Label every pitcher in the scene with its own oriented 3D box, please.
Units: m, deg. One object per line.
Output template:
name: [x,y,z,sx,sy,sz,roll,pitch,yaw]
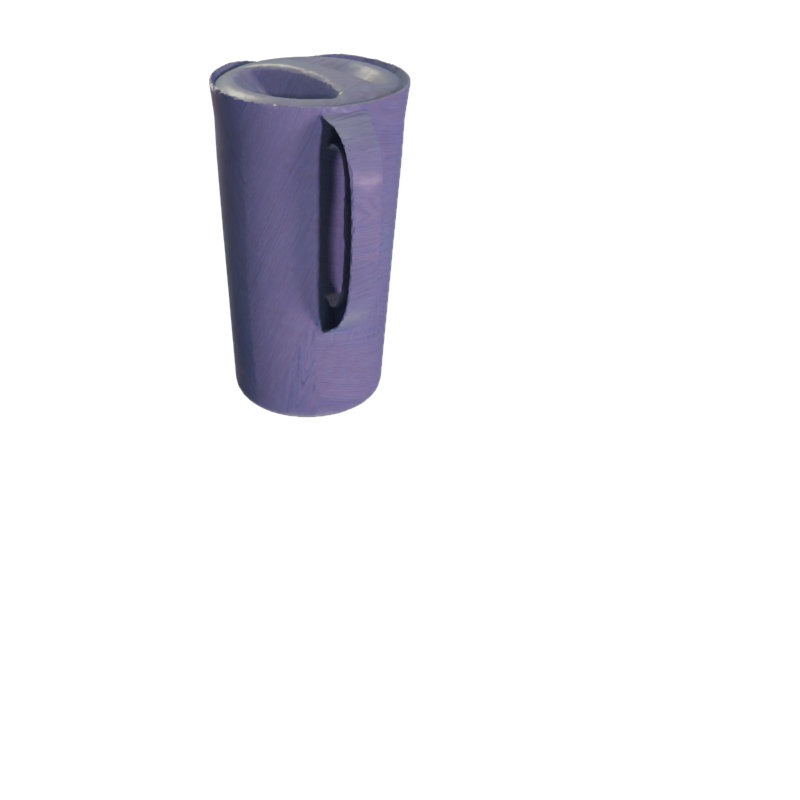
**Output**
pitcher: [-0.060,-0.110,0.768,0.150,0.230,0.152,11,28,19]
